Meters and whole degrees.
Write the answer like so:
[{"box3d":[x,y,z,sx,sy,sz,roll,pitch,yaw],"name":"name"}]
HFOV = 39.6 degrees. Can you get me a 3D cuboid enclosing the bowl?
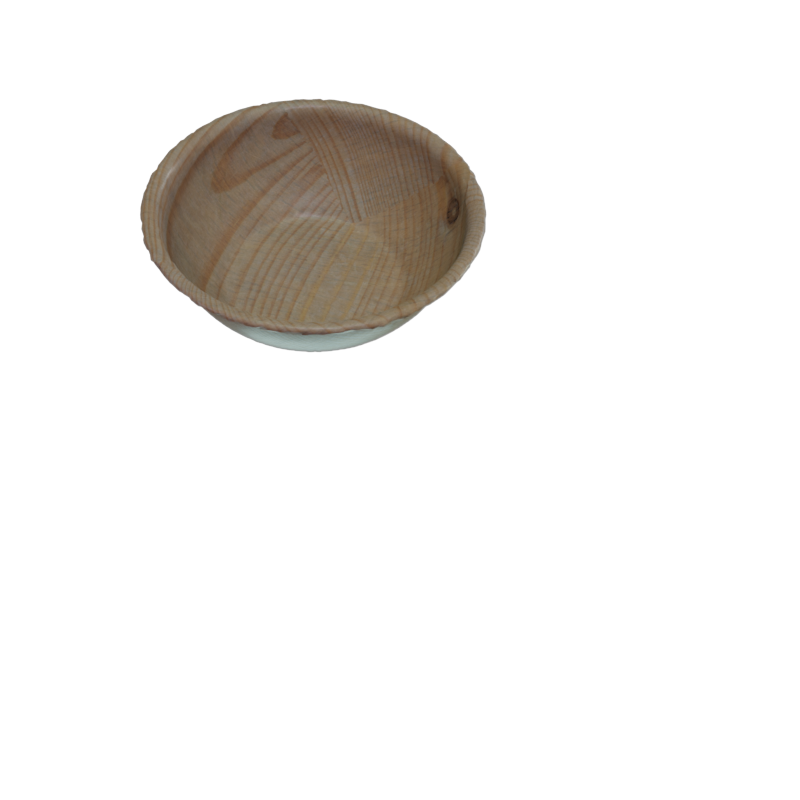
[{"box3d":[-0.042,-0.077,0.538,0.162,0.174,0.051,-1,-41,-1],"name":"bowl"}]
